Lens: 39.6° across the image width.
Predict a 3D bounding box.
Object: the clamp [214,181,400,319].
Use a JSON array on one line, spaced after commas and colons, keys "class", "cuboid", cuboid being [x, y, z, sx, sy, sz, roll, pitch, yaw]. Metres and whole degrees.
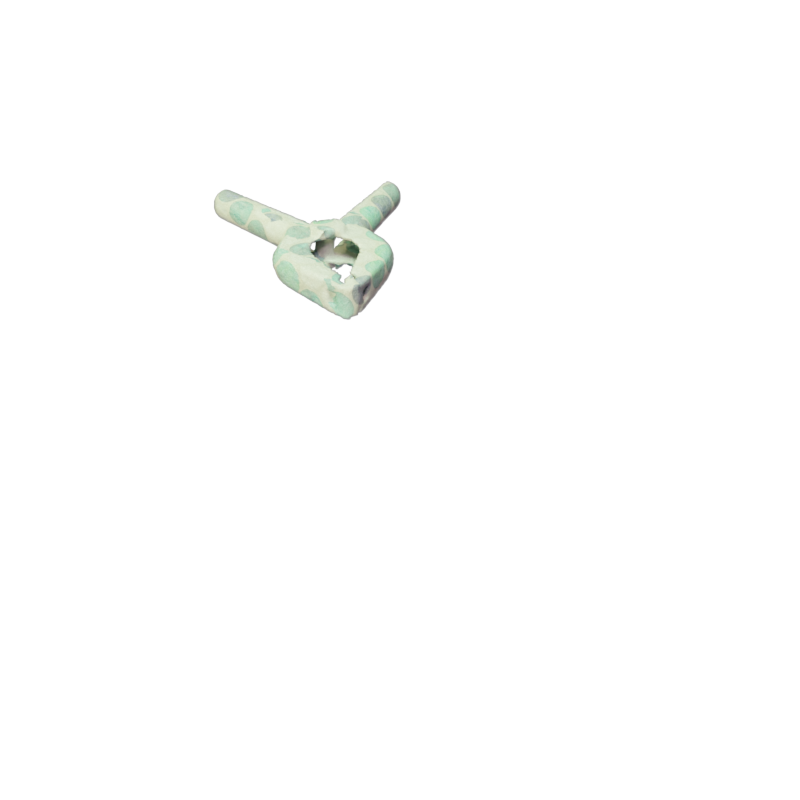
[{"class": "clamp", "cuboid": [-0.070, -0.128, 0.898, 0.164, 0.034, 0.224, -3, 32, -5]}]
